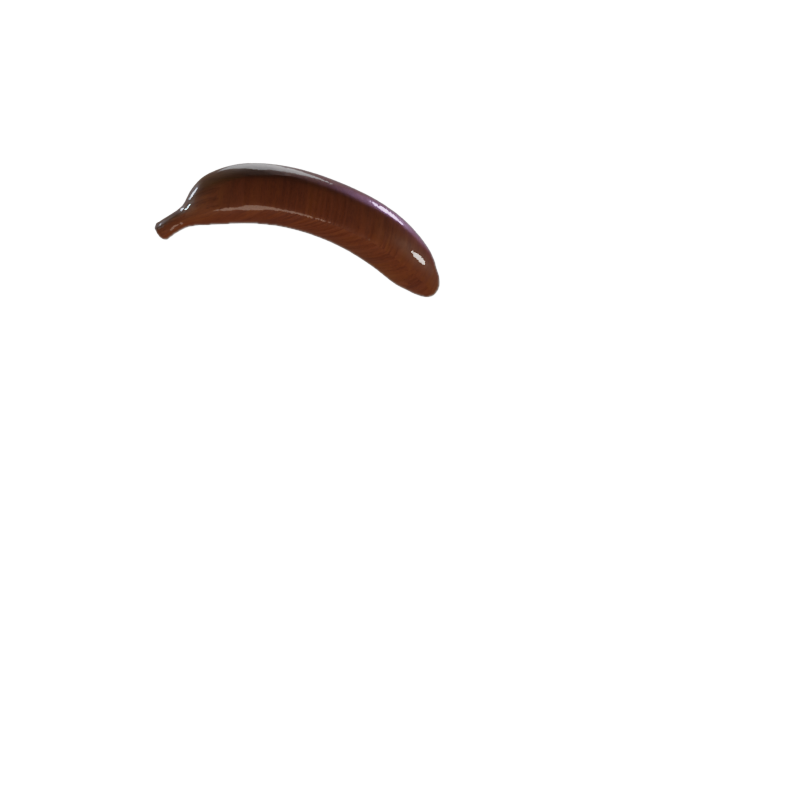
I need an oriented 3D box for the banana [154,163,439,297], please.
[{"bbox_3d":[-0.052,-0.112,0.708,0.191,0.039,0.067,13,-36,-19],"label":"banana"}]
